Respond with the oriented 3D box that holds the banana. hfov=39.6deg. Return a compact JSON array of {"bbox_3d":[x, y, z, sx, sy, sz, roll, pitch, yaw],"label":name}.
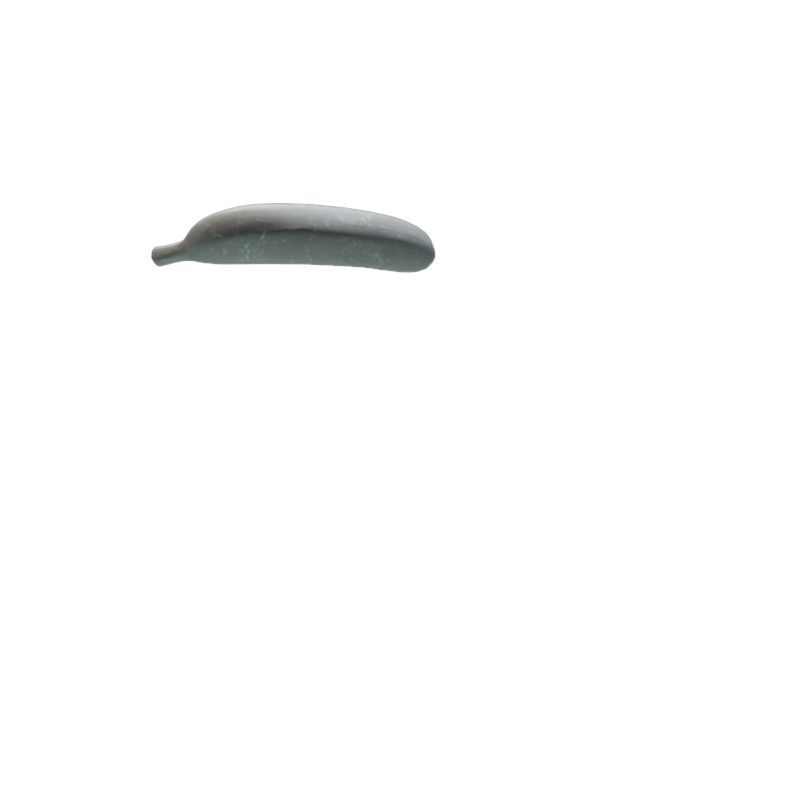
[{"bbox_3d":[-0.047,-0.098,0.674,0.191,0.037,0.072,-1,2,-30],"label":"banana"}]
